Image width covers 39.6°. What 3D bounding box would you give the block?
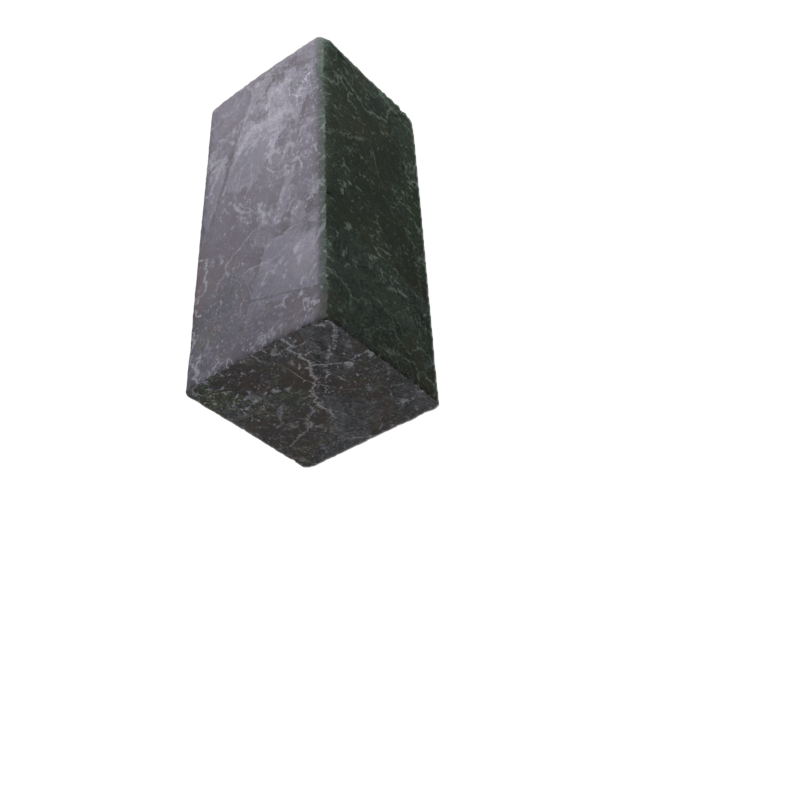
[{"bbox_3d":[-0.046,-0.086,0.597,0.090,0.221,0.084,-29,-46,27],"label":"block"}]
